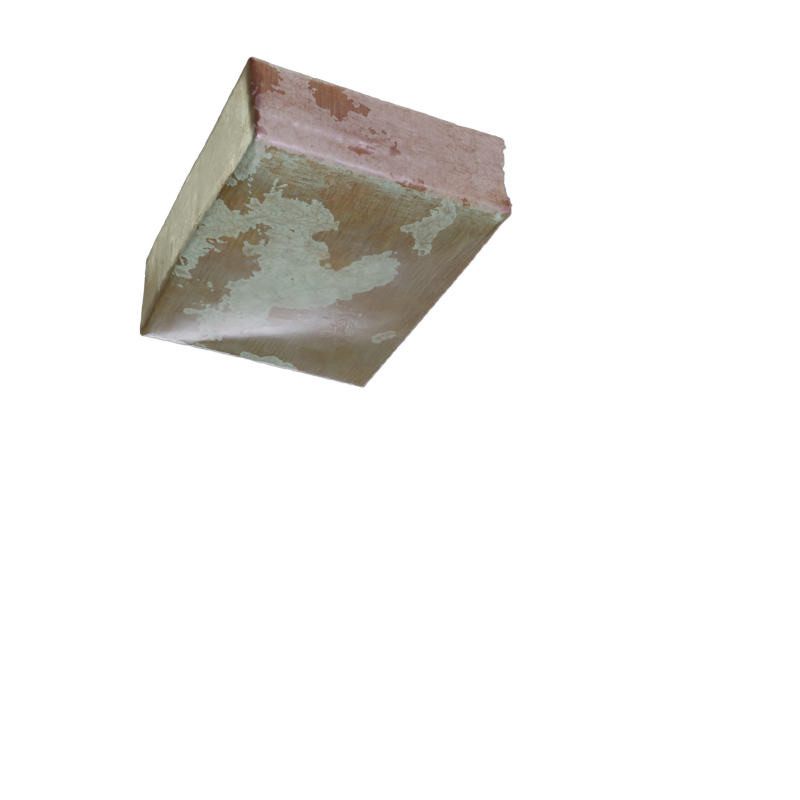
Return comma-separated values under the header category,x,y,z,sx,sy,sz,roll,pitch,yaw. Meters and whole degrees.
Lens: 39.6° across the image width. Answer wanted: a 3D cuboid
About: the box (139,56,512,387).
category,x,y,z,sx,sy,sz,roll,pitch,yaw
box,-0.029,-0.054,0.375,0.087,0.042,0.110,14,-35,-22
